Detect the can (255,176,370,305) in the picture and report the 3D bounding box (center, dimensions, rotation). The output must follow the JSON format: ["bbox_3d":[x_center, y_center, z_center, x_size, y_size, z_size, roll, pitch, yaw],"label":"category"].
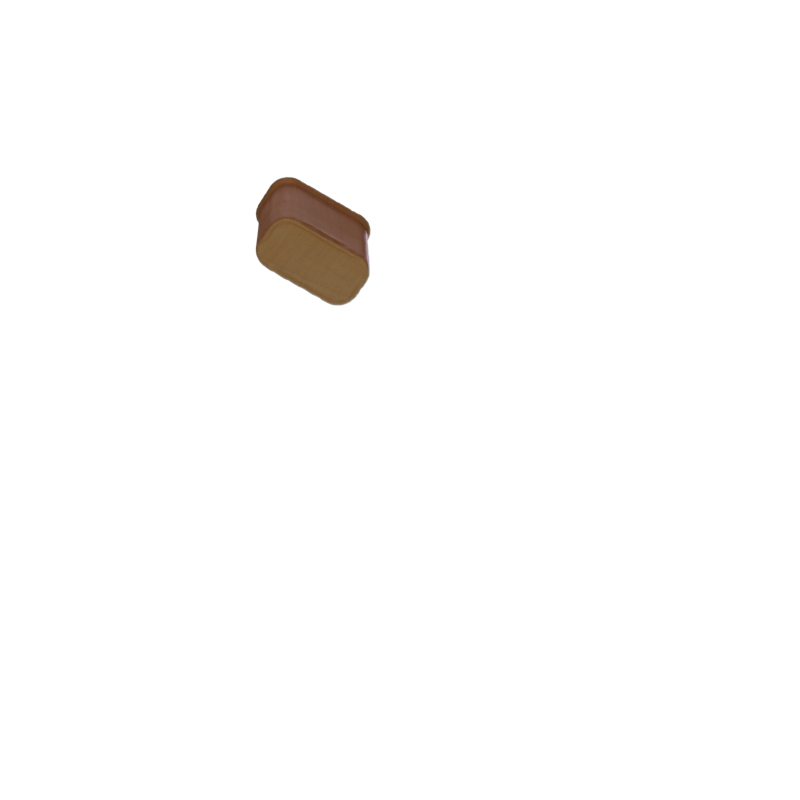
[{"bbox_3d":[-0.075,-0.136,0.955,0.099,0.056,0.089,28,25,-16],"label":"can"}]
